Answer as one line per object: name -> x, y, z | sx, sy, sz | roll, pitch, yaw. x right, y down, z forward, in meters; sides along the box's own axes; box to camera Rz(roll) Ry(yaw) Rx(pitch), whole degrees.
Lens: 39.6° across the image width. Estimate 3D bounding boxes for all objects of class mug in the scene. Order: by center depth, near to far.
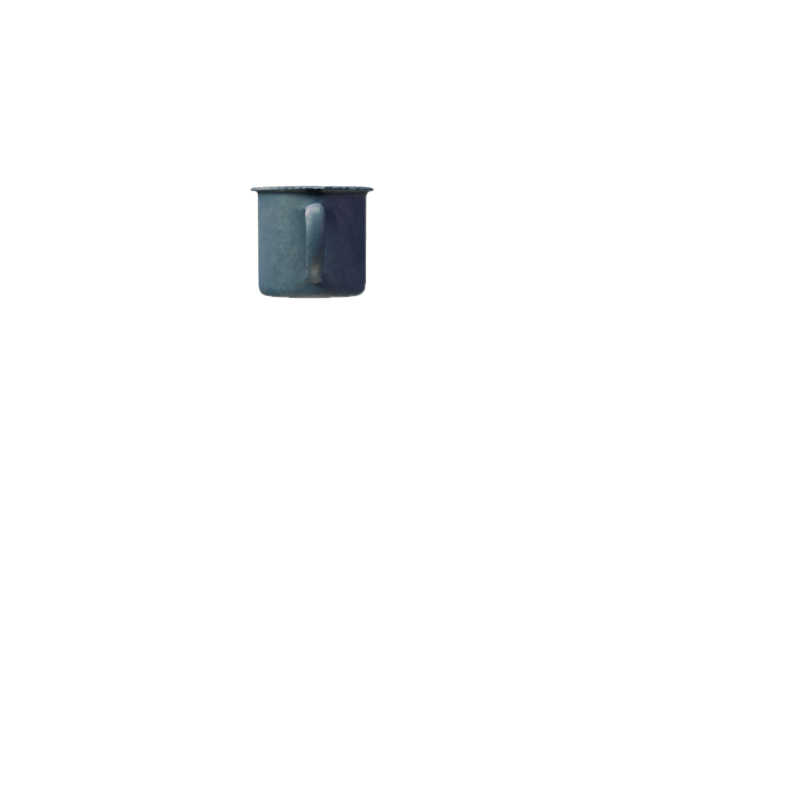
mug -> -0.065, -0.118, 0.827 | 0.092, 0.081, 0.119 | -1, 6, -8
